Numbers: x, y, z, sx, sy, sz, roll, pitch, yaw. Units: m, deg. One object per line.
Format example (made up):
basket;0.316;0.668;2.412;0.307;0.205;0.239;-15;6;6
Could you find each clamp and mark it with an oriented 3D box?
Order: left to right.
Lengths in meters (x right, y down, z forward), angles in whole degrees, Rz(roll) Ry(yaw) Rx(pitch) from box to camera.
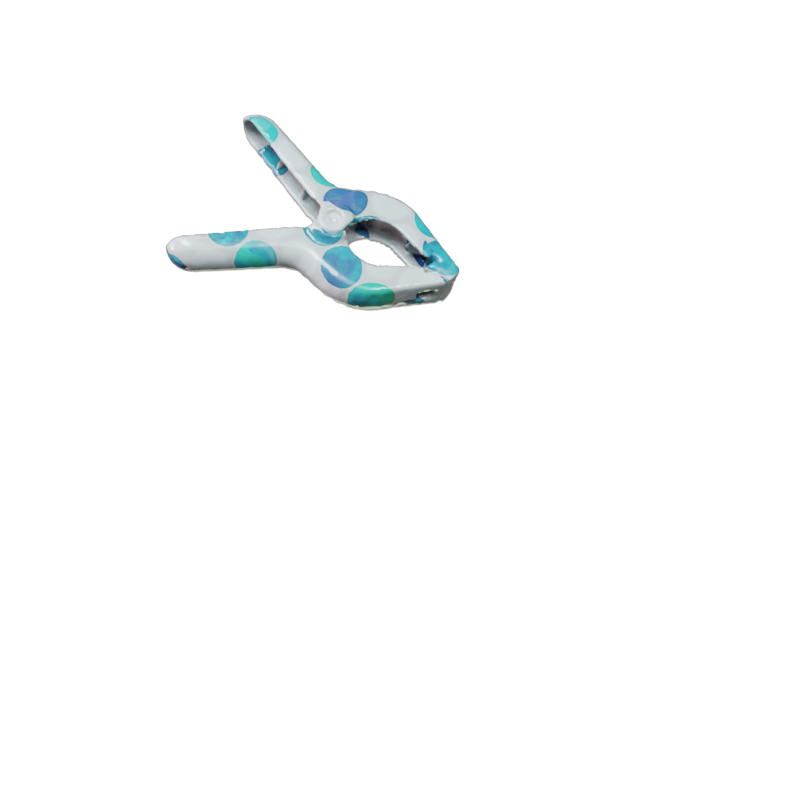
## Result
clamp;-0.053;-0.096;0.673;0.177;0.123;0.037;29;-22;13
